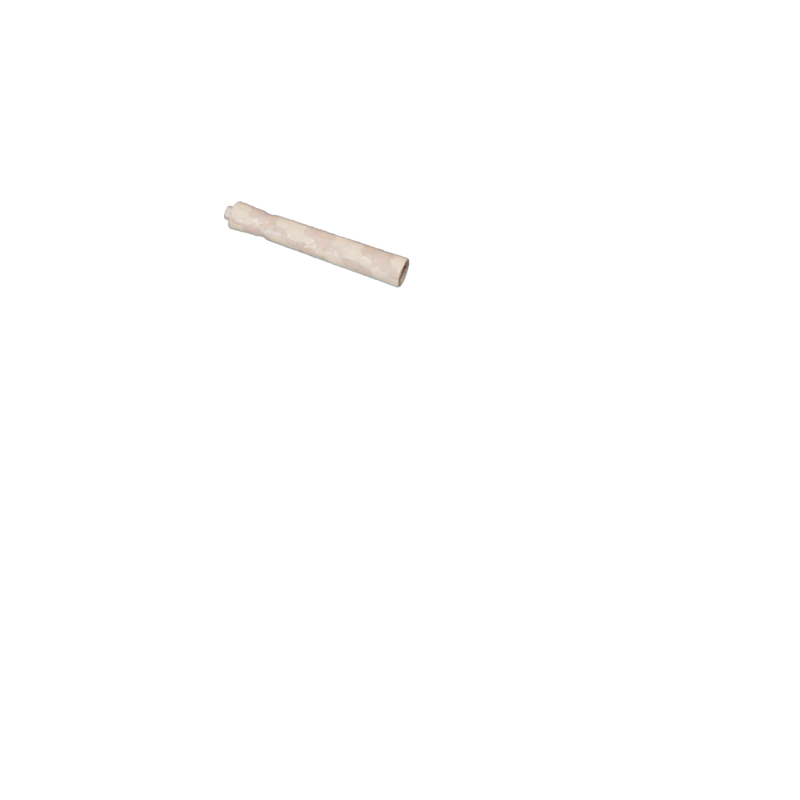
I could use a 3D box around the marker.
[{"bbox_3d":[-0.054,-0.098,0.684,0.125,0.019,0.019,21,9,16],"label":"marker"}]
